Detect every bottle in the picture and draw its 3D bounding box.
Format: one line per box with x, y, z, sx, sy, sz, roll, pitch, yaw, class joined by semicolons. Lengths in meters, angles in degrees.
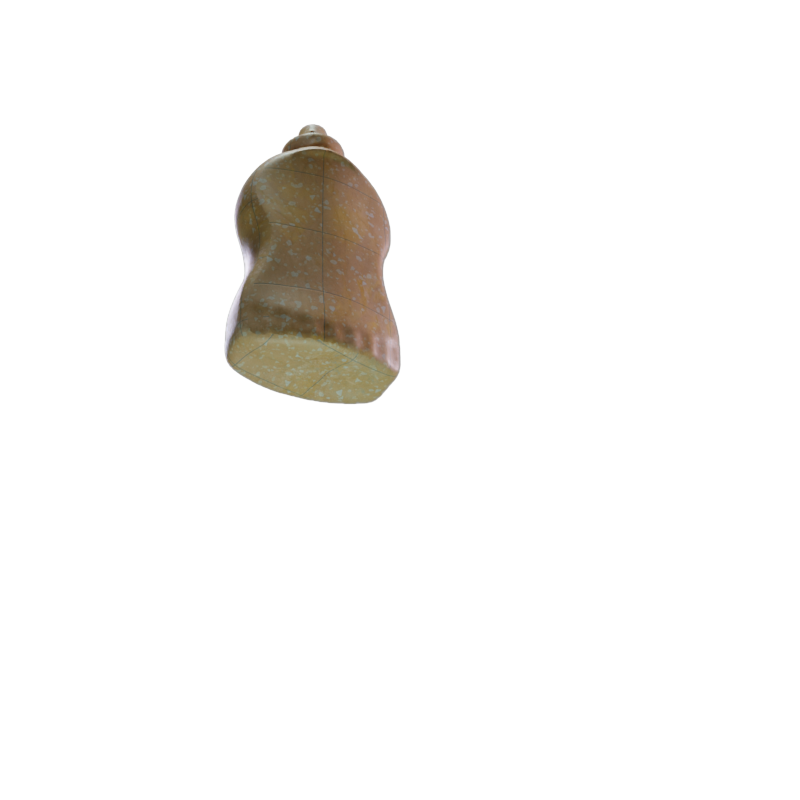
-0.052;-0.094;0.662;0.093;0.206;0.056;12;-41;-19;bottle
